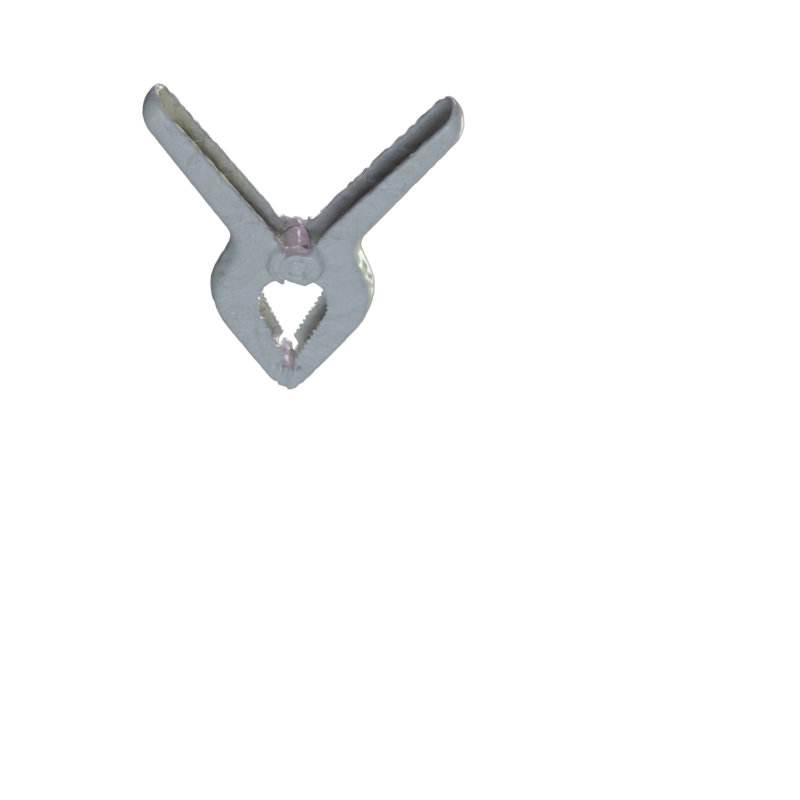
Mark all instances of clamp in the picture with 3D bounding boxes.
[{"bbox_3d":[-0.049,-0.089,0.623,0.165,0.195,0.039,-1,43,1],"label":"clamp"}]
